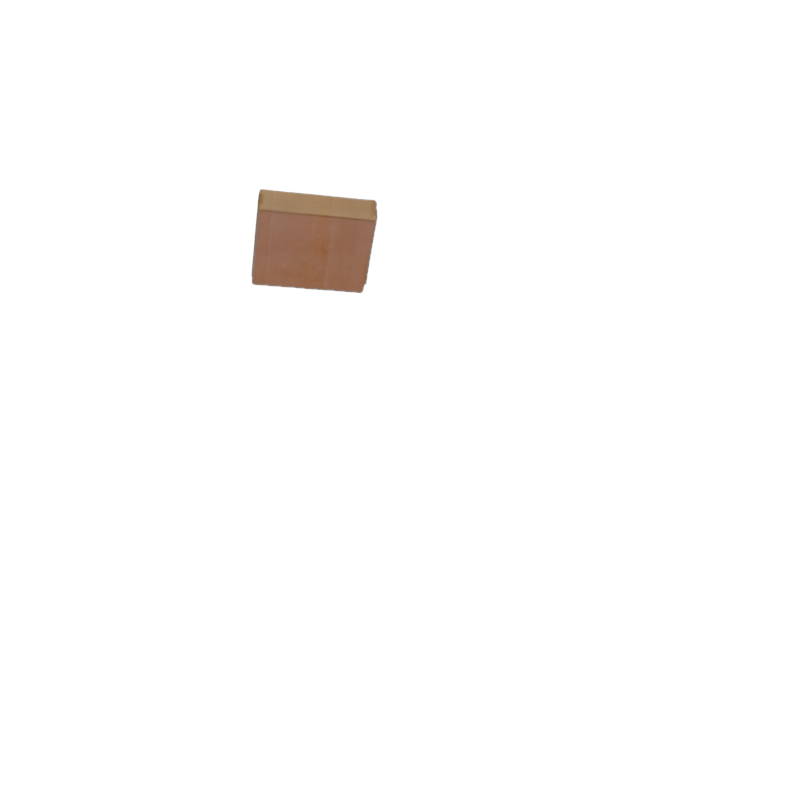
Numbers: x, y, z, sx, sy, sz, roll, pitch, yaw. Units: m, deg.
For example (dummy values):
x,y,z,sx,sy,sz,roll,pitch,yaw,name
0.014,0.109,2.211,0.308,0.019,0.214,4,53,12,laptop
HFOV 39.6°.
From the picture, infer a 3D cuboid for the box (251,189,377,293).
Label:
x,y,z,sx,sy,sz,roll,pitch,yaw,name
-0.065,-0.120,0.838,0.089,0.068,0.032,5,43,-5,box
